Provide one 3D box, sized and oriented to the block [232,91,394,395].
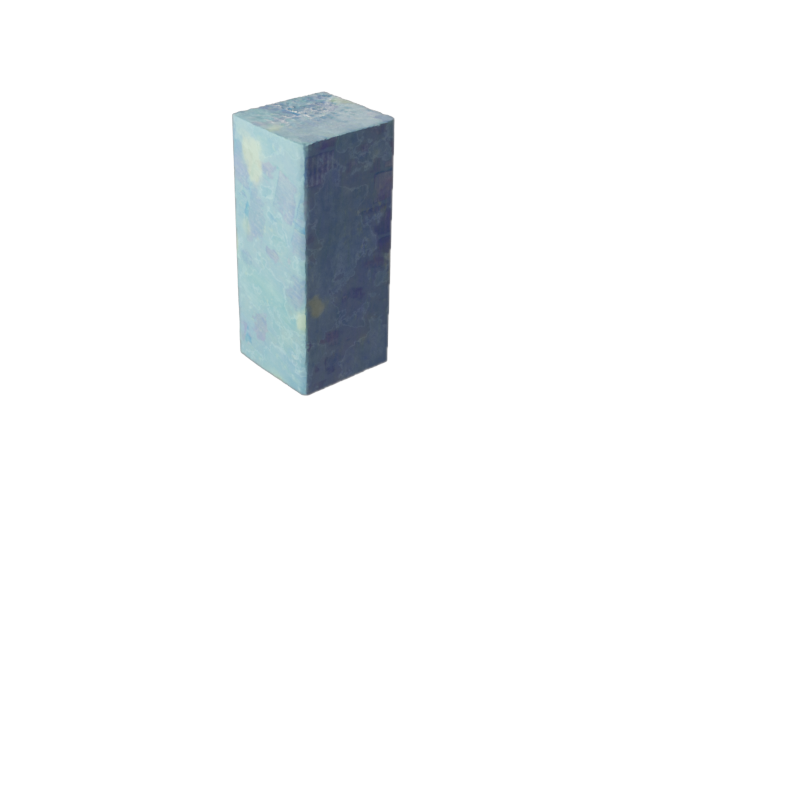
[{"bbox_3d":[-0.067,-0.122,0.859,0.089,0.195,0.096,-20,35,-36],"label":"block"}]
